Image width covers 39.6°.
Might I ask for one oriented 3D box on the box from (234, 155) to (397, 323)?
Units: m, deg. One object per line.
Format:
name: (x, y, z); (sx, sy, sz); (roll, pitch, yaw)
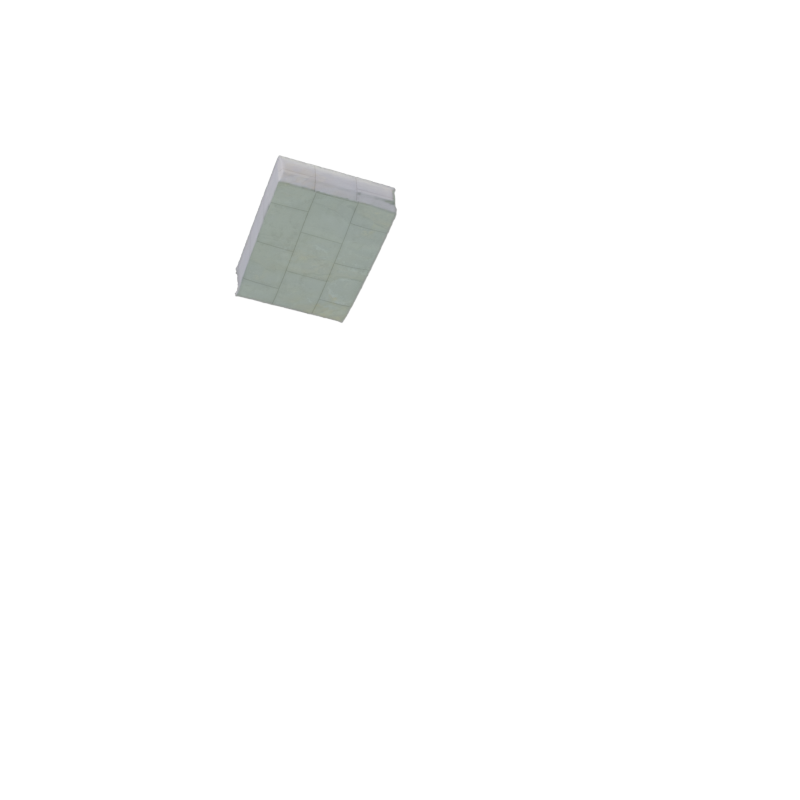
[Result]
box: (-0.063, -0.116, 0.810); (0.088, 0.108, 0.042); (16, 37, -13)
